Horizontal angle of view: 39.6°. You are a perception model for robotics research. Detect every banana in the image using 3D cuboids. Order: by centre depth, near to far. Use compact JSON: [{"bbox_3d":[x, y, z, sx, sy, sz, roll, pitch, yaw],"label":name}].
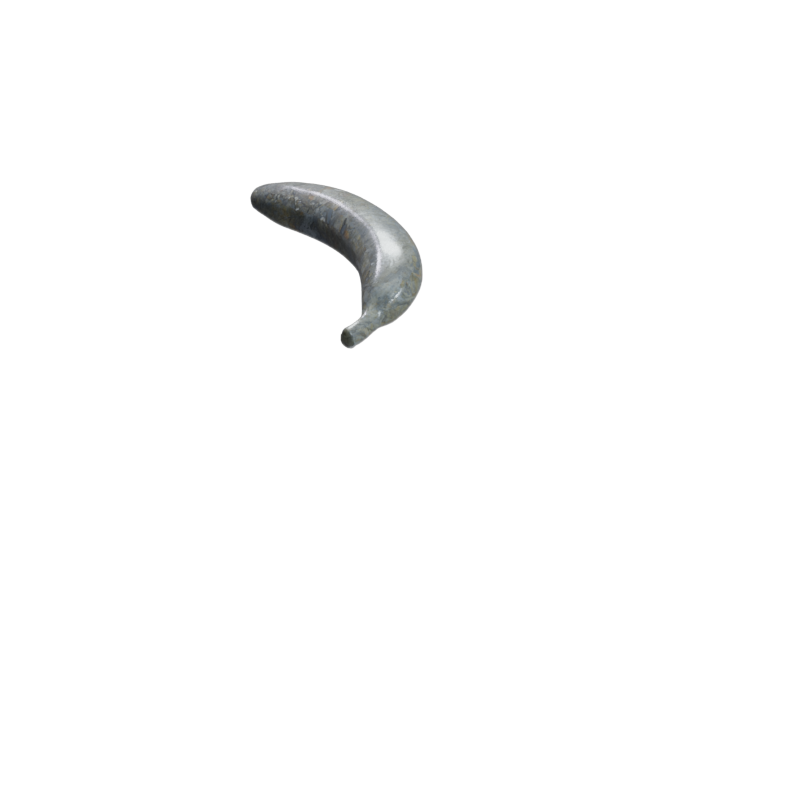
[{"bbox_3d":[-0.034,-0.097,0.675,0.068,0.035,0.213,-10,32,-18],"label":"banana"}]
